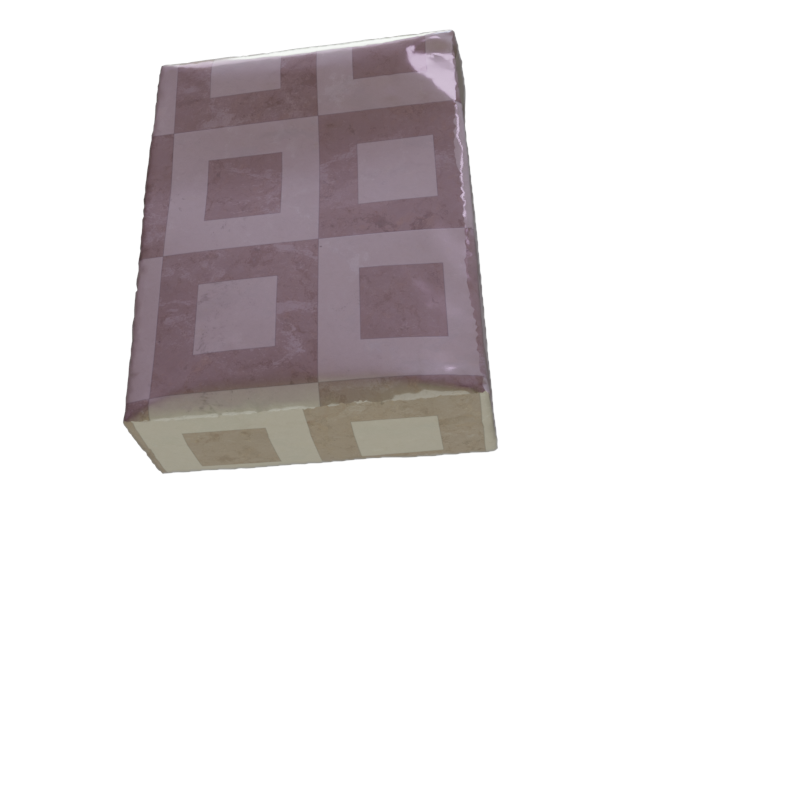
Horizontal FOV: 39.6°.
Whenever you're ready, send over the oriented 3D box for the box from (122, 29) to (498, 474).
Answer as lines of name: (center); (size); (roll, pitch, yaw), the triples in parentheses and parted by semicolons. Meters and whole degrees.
box: (-0.043, -0.079, 0.555); (0.165, 0.228, 0.067); (-6, -30, 7)
